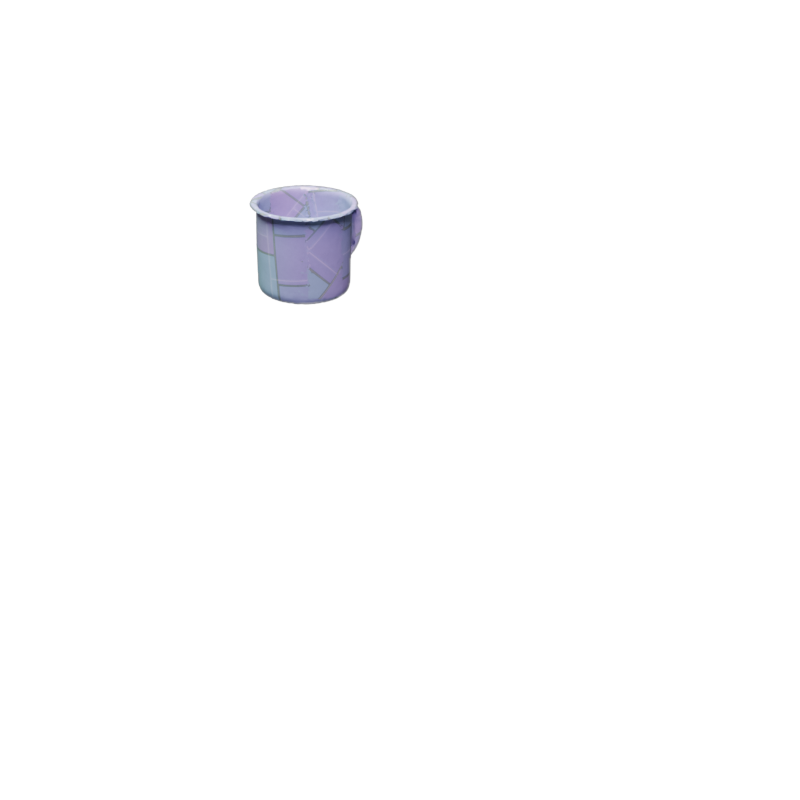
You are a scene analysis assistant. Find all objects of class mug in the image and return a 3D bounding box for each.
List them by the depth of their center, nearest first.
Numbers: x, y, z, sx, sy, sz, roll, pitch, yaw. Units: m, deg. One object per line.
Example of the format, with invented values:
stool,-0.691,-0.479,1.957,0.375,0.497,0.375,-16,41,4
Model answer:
mug,-0.076,-0.139,0.974,0.099,0.077,0.116,20,32,35
